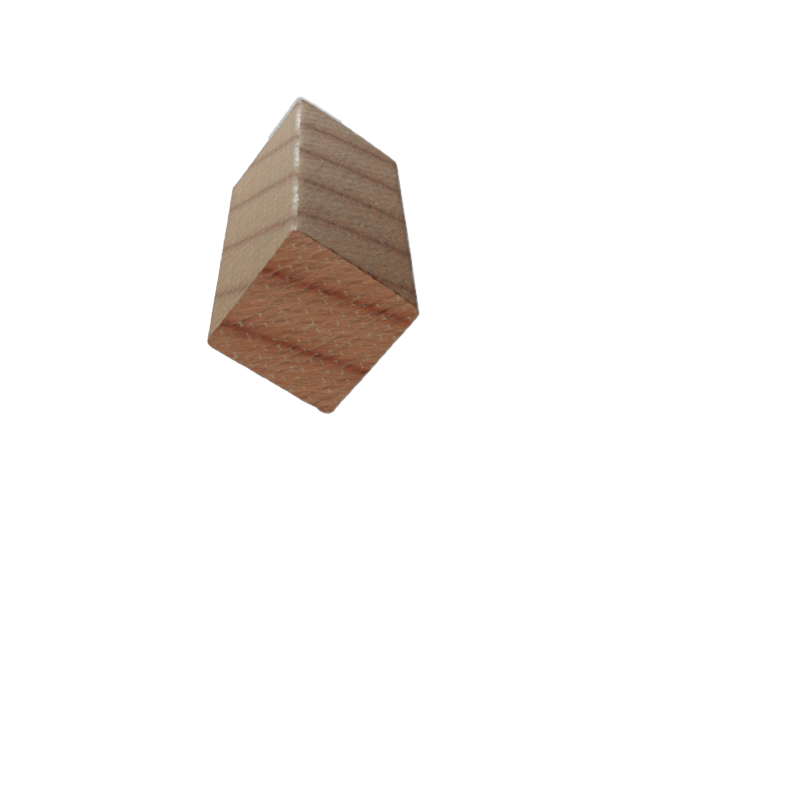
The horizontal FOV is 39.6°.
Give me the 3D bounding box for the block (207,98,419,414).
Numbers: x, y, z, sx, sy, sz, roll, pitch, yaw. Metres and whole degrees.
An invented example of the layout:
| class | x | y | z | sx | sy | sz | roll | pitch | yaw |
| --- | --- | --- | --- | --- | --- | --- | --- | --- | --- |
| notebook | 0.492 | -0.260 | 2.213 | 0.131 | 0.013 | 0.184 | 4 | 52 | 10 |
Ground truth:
| class | x | y | z | sx | sy | sz | roll | pitch | yaw |
| --- | --- | --- | --- | --- | --- | --- | --- | --- | --- |
| block | -0.055 | -0.101 | 0.710 | 0.086 | 0.089 | 0.220 | 31 | 26 | -21 |
